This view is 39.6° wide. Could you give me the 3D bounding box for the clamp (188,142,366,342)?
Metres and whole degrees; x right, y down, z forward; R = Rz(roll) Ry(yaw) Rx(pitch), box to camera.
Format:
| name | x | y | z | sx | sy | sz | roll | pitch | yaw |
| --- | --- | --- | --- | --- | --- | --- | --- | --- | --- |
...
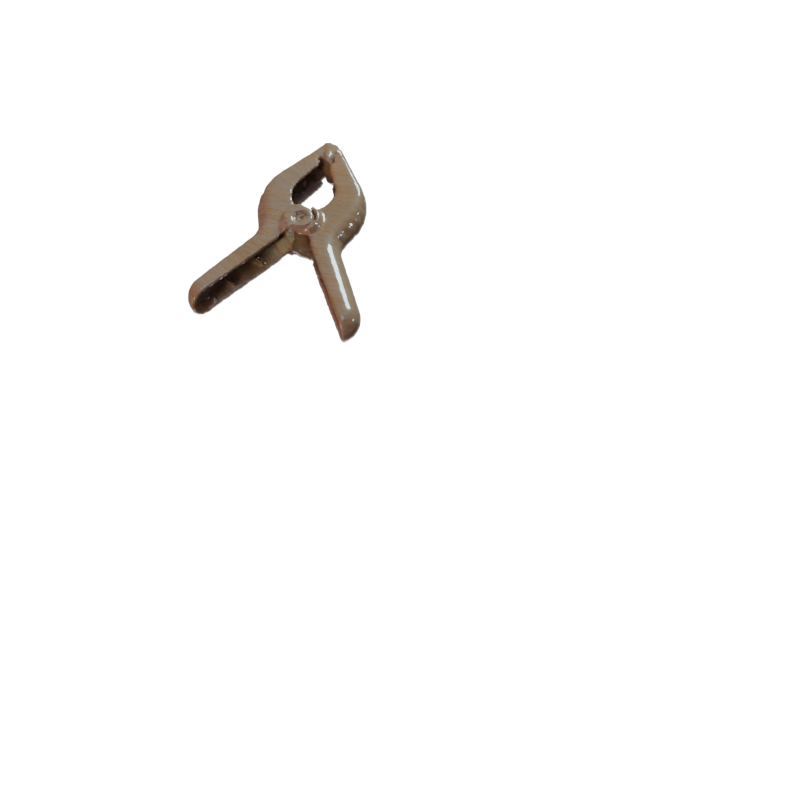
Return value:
| name | x | y | z | sx | sy | sz | roll | pitch | yaw |
| --- | --- | --- | --- | --- | --- | --- | --- | --- | --- |
| clamp | -0.062 | -0.113 | 0.789 | 0.123 | 0.178 | 0.037 | 20 | -32 | 12 |
